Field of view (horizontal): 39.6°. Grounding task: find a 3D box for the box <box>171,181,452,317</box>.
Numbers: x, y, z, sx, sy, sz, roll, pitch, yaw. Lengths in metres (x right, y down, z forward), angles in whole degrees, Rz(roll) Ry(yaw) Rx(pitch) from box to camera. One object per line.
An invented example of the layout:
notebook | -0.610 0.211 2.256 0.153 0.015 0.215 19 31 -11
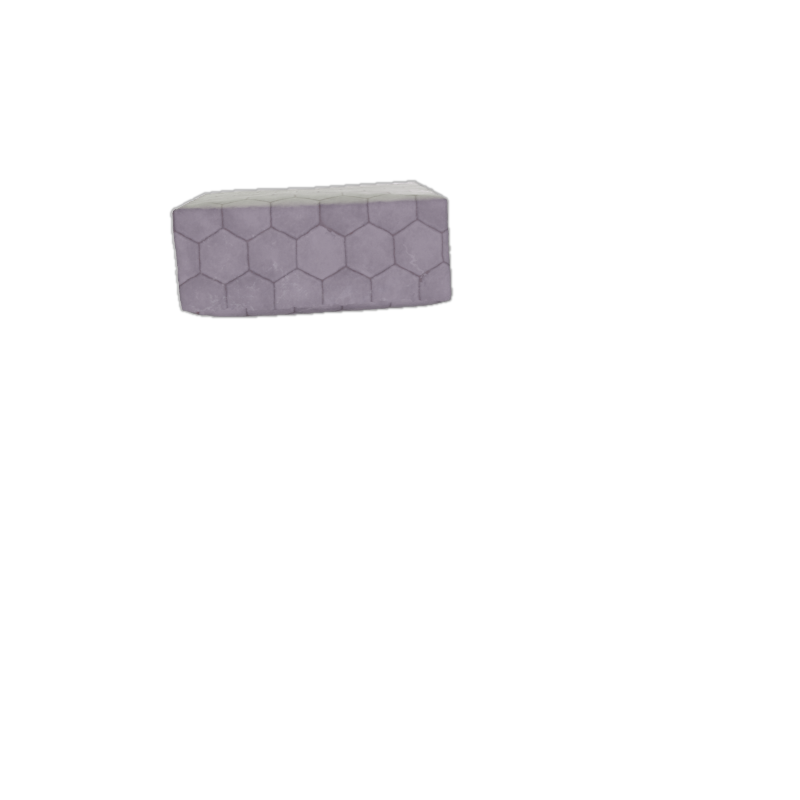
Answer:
box | -0.059 -0.107 0.752 0.164 0.070 0.219 -3 12 -2
